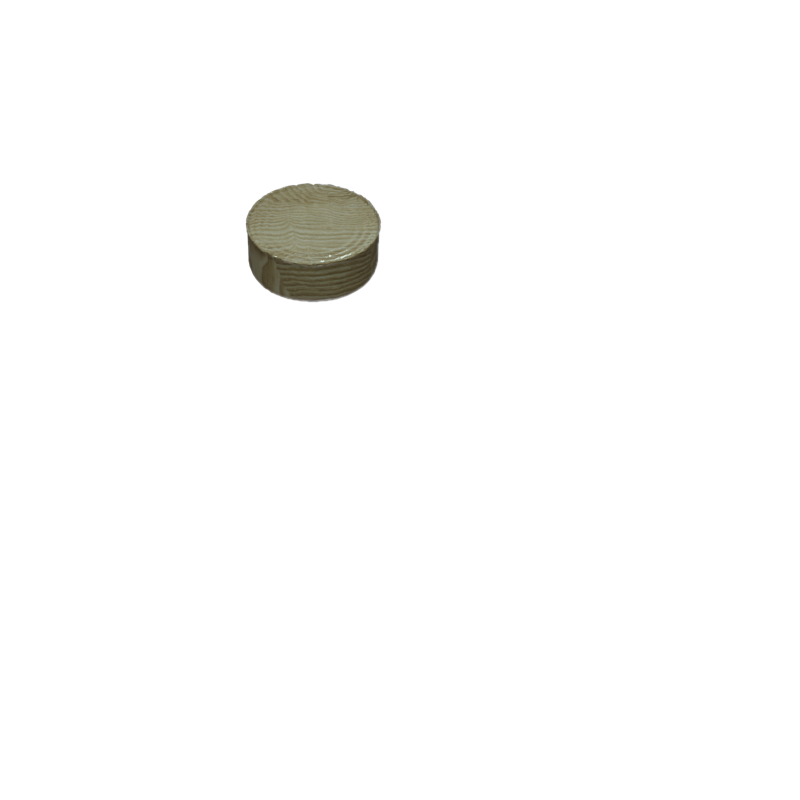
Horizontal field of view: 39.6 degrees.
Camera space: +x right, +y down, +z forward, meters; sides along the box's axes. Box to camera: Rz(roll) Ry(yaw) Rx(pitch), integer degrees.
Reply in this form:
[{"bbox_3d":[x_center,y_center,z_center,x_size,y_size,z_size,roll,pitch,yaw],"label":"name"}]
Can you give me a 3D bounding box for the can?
[{"bbox_3d":[-0.056,-0.102,0.712,0.086,0.031,0.092,-1,42,-2],"label":"can"}]
